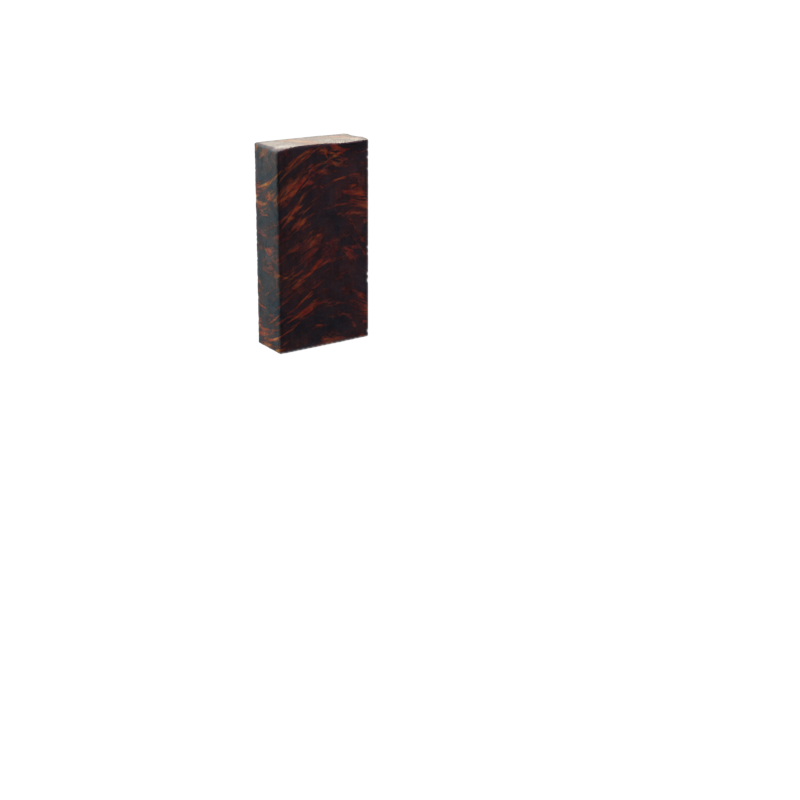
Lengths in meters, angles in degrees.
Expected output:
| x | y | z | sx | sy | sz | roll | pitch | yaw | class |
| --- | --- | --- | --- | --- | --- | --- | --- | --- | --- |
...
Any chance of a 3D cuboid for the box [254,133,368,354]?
| x | y | z | sx | sy | sz | roll | pitch | yaw | class |
| --- | --- | --- | --- | --- | --- | --- | --- | --- | --- |
| -0.074 | -0.135 | 0.947 | 0.091 | 0.169 | 0.051 | -11 | 21 | -33 | box |
